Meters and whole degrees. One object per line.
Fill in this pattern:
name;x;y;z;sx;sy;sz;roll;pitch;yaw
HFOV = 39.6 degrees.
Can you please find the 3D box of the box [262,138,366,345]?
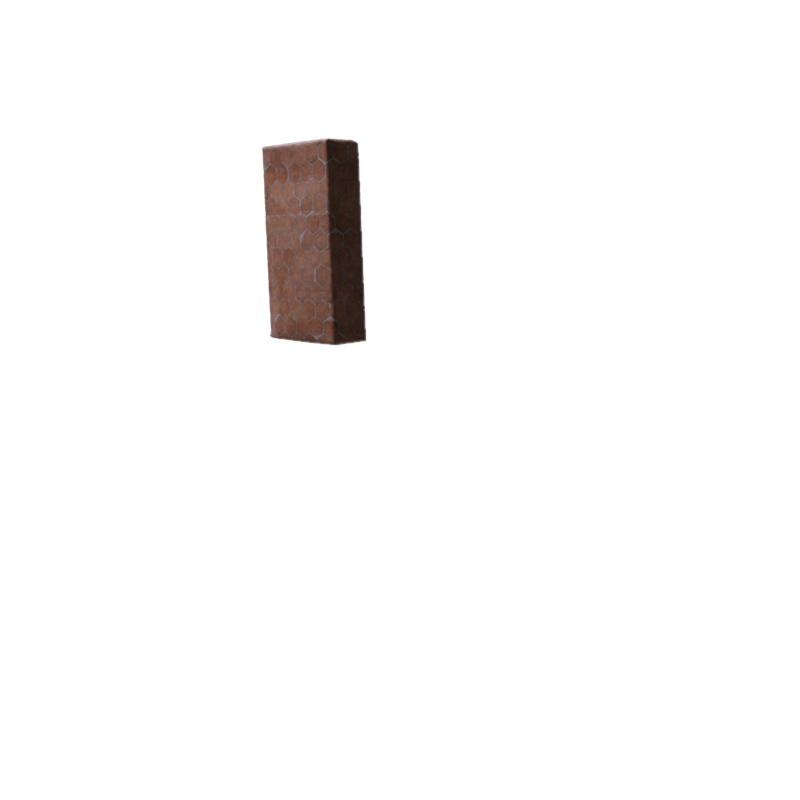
box;-0.076;-0.140;0.981;0.046;0.176;0.097;0;2;-43
